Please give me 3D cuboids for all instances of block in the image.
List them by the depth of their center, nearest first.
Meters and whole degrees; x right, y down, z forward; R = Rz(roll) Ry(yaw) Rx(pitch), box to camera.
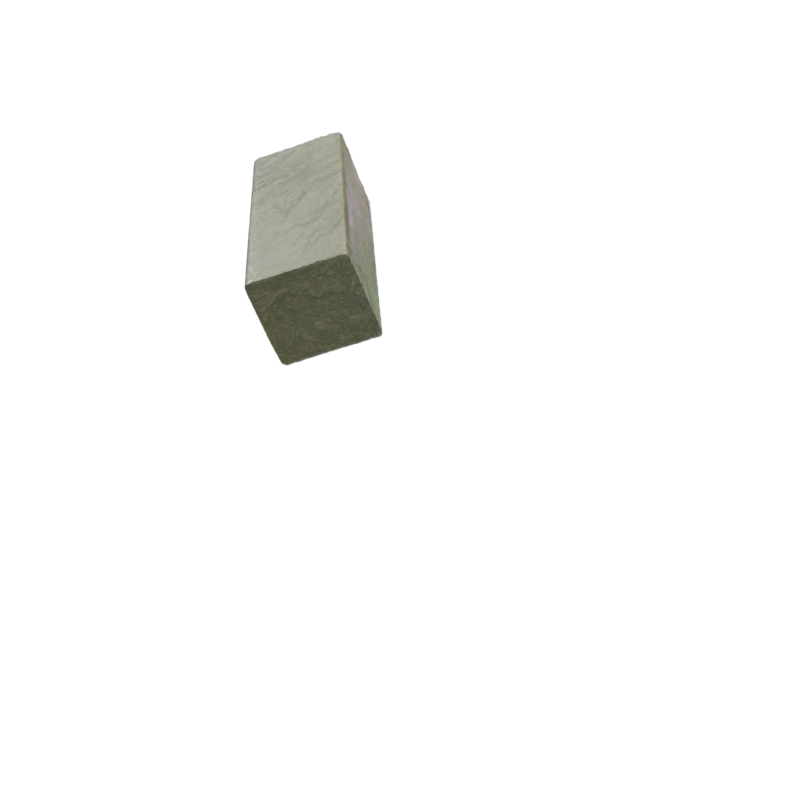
[{"bbox_3d":[-0.077,-0.139,0.973,0.091,0.084,0.221,-17,37,10],"label":"block"}]
